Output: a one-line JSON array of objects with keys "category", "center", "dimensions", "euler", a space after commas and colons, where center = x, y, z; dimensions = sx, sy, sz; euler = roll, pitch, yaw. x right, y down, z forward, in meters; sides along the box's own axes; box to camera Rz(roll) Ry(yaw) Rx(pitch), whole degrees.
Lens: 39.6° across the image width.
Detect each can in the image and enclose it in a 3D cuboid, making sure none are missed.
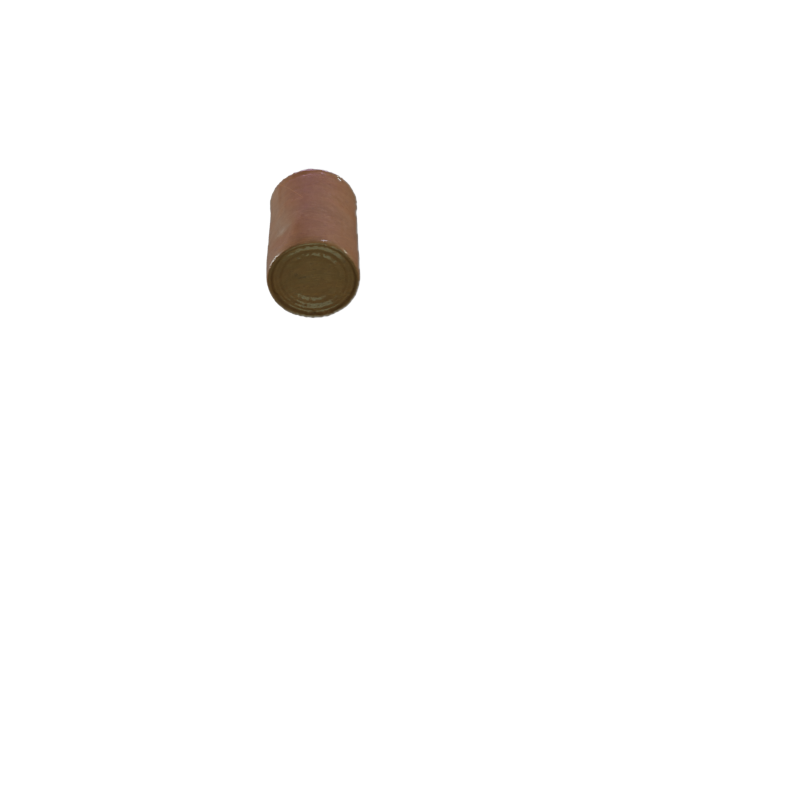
[{"category": "can", "center": [-0.064, -0.117, 0.818], "dimensions": [0.068, 0.064, 0.109], "euler": [-1, 37, -3]}]
